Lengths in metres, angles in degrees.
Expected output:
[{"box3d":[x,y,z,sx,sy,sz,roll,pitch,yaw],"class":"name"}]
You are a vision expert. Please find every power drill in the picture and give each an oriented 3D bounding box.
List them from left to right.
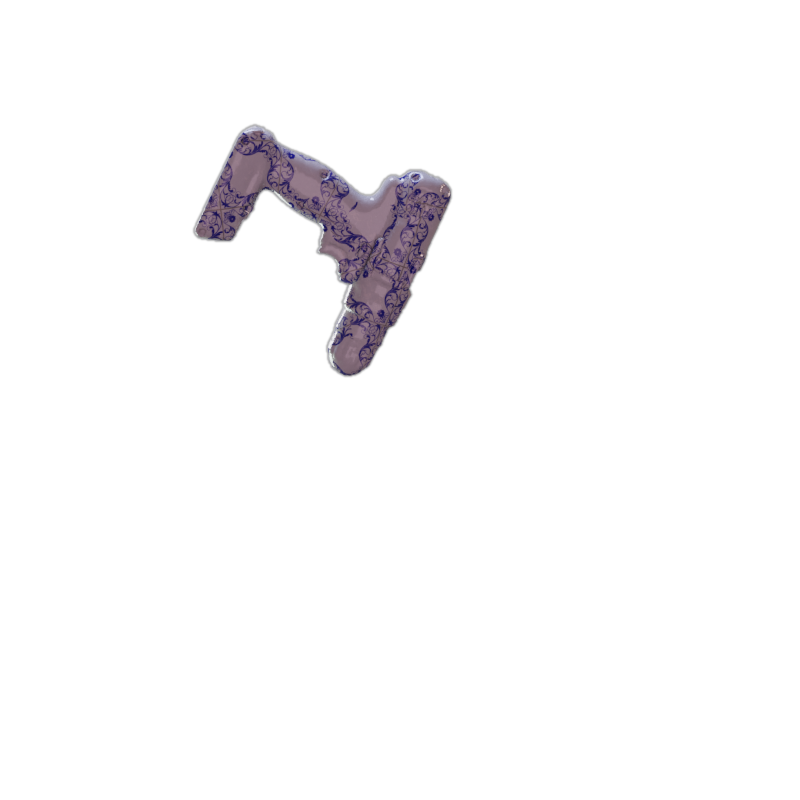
[{"box3d":[-0.073,-0.133,0.929,0.186,0.183,0.058,25,5,-3],"class":"power drill"}]
